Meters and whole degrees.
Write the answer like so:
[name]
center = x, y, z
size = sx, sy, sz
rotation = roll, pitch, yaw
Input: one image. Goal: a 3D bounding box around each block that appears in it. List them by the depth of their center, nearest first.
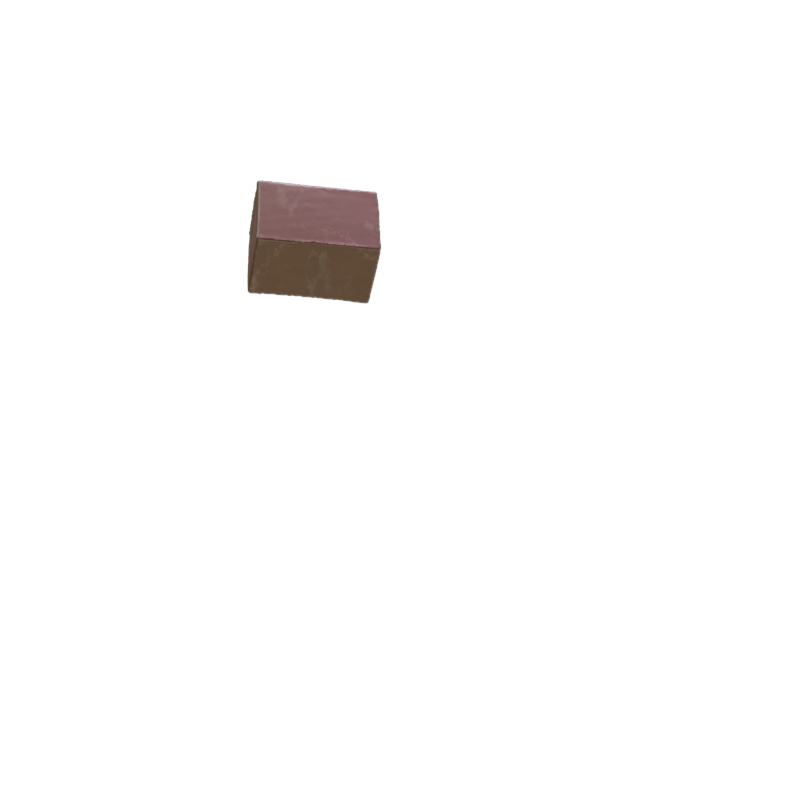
[block]
center = -0.054, -0.099, 0.691
size = 0.077, 0.055, 0.050
rotation = 5, -40, -8
